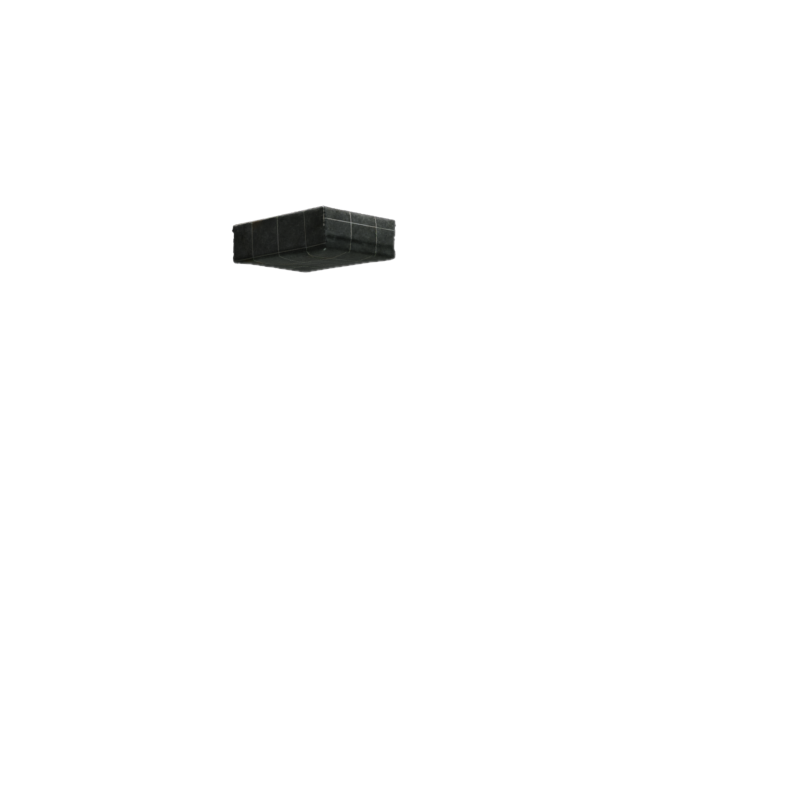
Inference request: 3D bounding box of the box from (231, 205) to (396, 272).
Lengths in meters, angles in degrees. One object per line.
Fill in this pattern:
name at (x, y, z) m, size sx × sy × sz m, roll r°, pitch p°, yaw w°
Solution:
box at (-0.074, -0.135, 0.943) m, size 0.117 × 0.039 × 0.086 m, roll -1°, pitch -1°, yaw 42°
